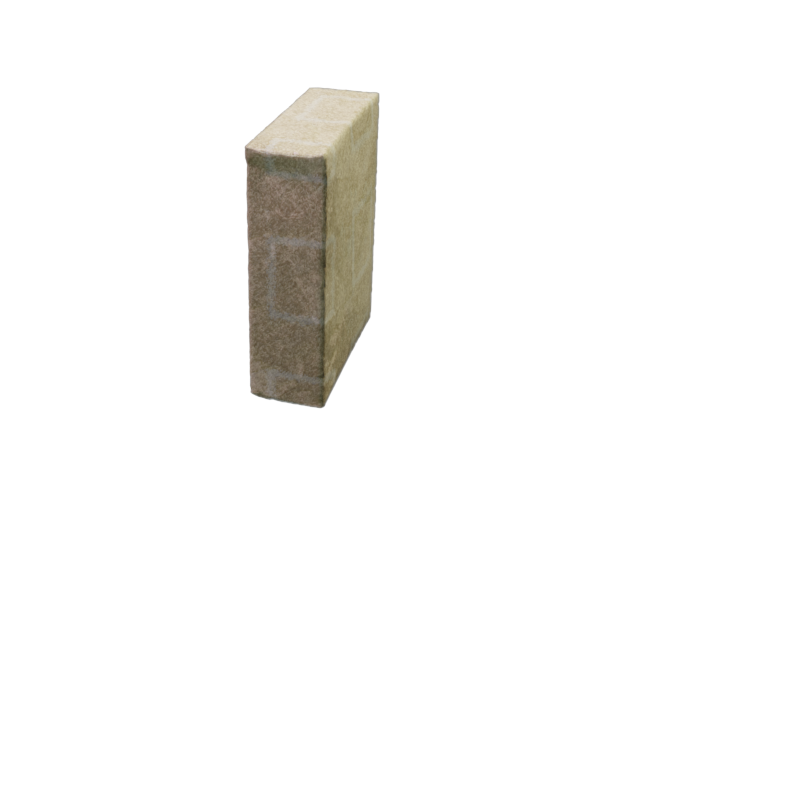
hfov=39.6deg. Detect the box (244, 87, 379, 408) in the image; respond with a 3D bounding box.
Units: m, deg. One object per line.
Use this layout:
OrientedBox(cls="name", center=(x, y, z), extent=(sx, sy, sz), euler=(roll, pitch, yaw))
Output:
OrientedBox(cls="box", center=(-0.070, -0.129, 0.900), extent=(0.073, 0.202, 0.170), euler=(7, 28, 11))
